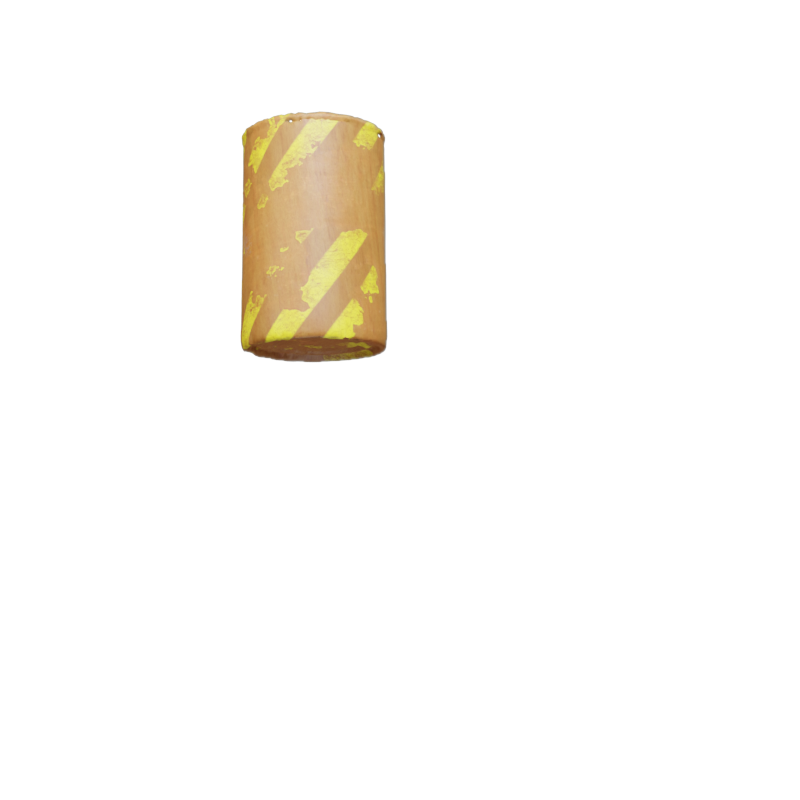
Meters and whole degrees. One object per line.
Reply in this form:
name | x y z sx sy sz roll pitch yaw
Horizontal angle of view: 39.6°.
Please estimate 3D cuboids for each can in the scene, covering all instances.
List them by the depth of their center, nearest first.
can | -0.040 -0.073 0.512 0.068 0.106 0.066 0 -13 -2
